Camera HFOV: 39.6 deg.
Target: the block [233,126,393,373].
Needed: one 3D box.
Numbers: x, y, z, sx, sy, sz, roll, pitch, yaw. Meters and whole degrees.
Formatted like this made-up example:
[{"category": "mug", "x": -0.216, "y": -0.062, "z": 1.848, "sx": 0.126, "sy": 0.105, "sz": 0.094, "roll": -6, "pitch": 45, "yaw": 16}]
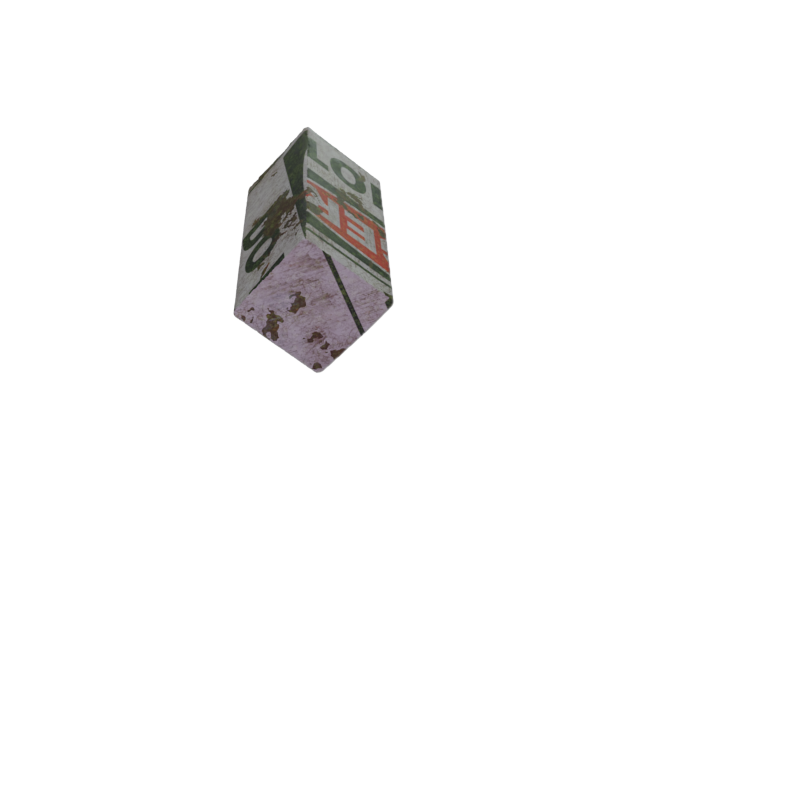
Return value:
[{"category": "block", "x": -0.072, "y": -0.131, "z": 0.923, "sx": 0.086, "sy": 0.089, "sz": 0.220, "roll": 35, "pitch": 26, "yaw": -24}]
